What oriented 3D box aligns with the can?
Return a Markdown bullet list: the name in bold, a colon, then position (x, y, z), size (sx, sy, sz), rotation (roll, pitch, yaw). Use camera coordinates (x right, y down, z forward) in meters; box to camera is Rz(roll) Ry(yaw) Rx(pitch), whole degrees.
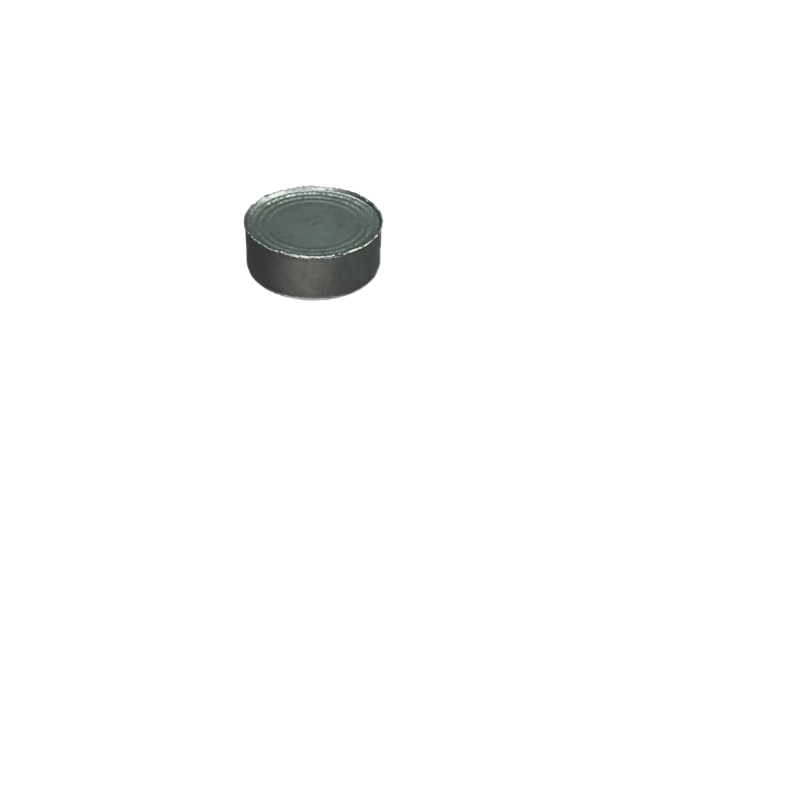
- **can**: position (-0.054, -0.098, 0.690), size (0.086, 0.031, 0.092), rotation (-1, 37, -2)
